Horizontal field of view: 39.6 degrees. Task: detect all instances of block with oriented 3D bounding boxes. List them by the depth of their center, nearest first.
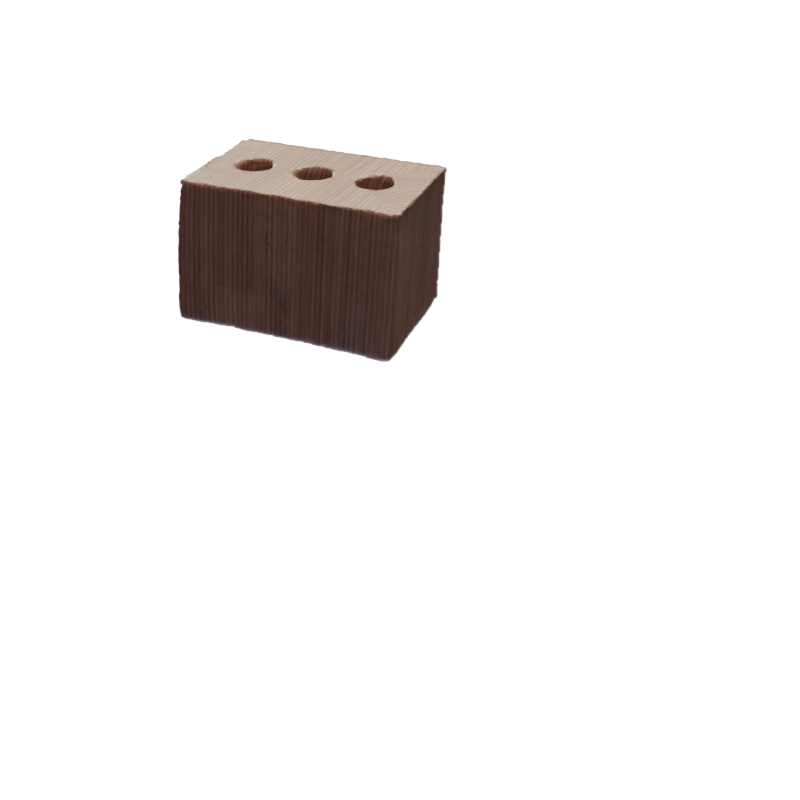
[{"bbox_3d":[-0.029,-0.054,0.376,0.081,0.048,0.054,11,30,19],"label":"block"}]
